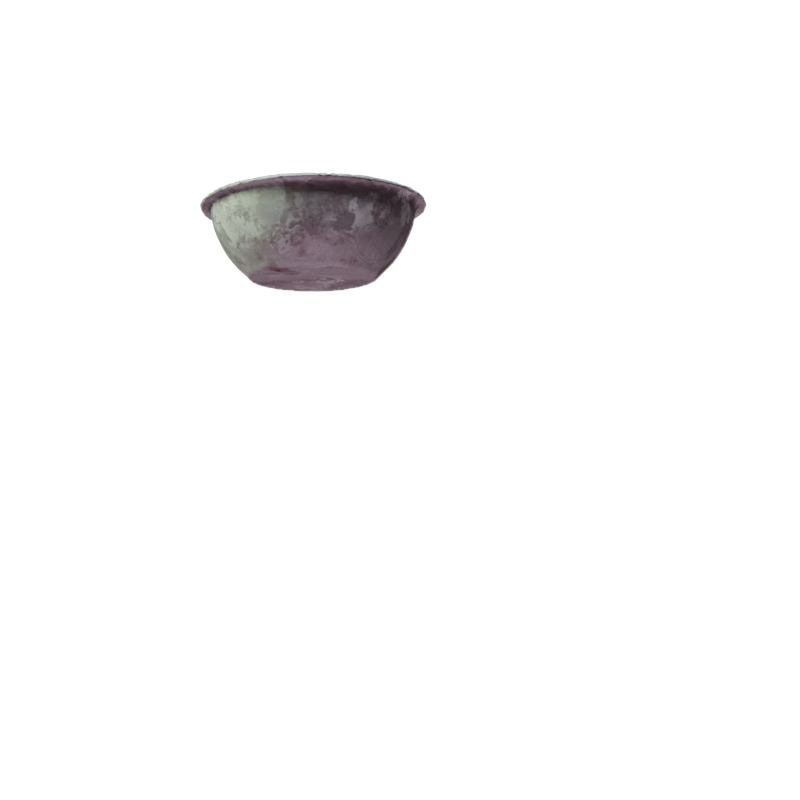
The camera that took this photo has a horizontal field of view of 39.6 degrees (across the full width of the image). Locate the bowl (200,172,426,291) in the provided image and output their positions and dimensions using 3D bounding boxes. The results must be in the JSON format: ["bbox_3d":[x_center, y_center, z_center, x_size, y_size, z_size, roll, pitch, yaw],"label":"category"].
[{"bbox_3d":[-0.062,-0.113,0.791,0.162,0.056,0.158,0,-7,-2],"label":"bowl"}]
